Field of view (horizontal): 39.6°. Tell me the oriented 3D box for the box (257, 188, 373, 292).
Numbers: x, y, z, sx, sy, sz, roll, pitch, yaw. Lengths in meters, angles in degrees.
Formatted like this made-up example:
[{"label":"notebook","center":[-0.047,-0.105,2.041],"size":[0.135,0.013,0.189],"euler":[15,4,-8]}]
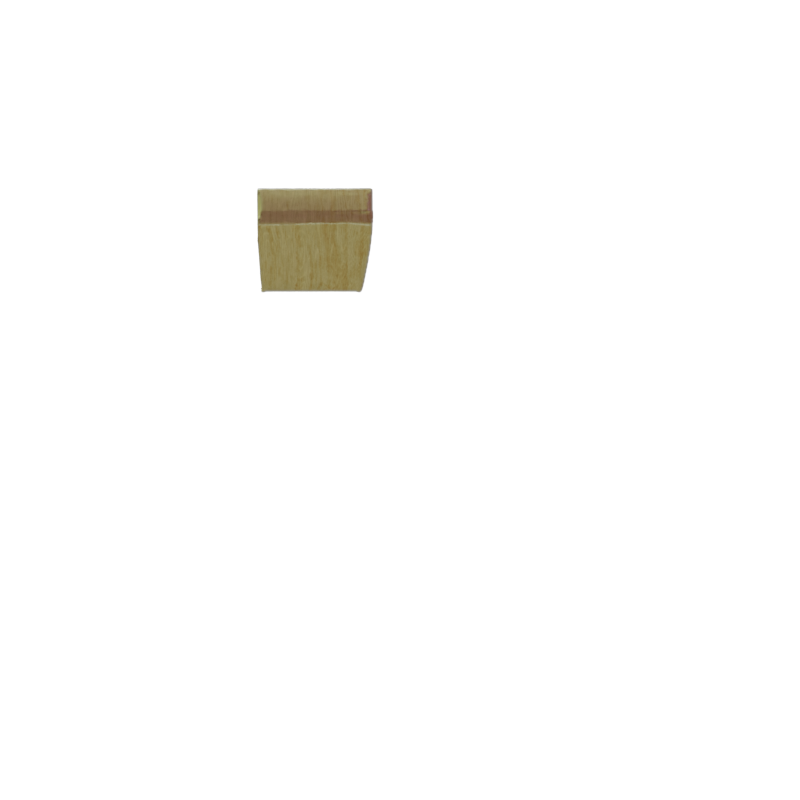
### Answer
[{"label":"box","center":[-0.070,-0.127,0.893],"size":[0.089,0.041,0.107],"euler":[1,-27,-4]}]
